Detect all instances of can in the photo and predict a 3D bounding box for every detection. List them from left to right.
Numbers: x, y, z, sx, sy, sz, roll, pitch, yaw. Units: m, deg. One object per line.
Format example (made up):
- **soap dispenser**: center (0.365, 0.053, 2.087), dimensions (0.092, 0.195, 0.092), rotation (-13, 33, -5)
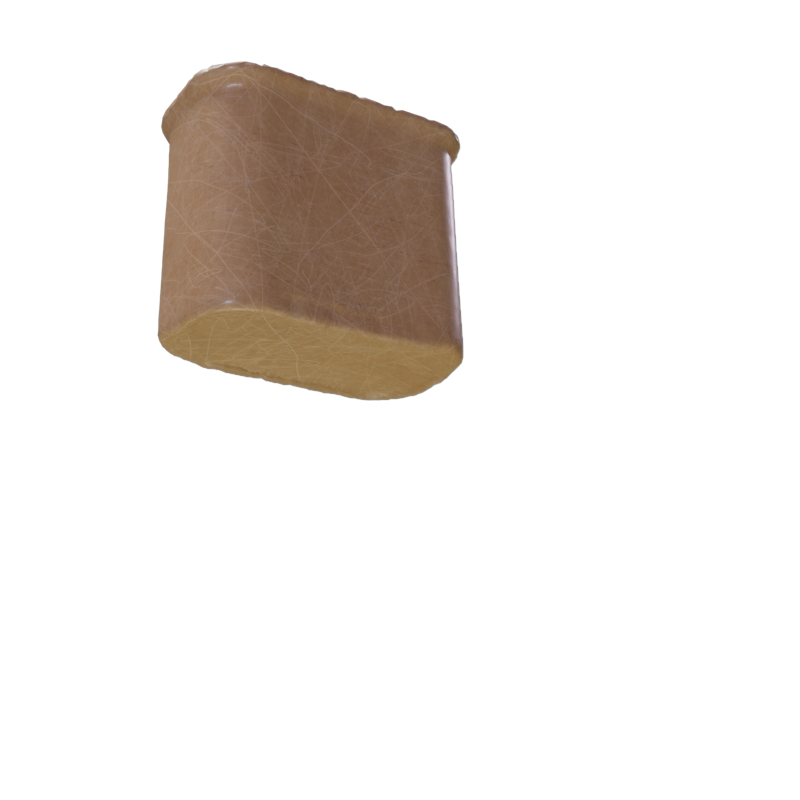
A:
- **can**: center (-0.029, -0.052, 0.365), dimensions (0.097, 0.089, 0.057), rotation (12, -28, -29)
